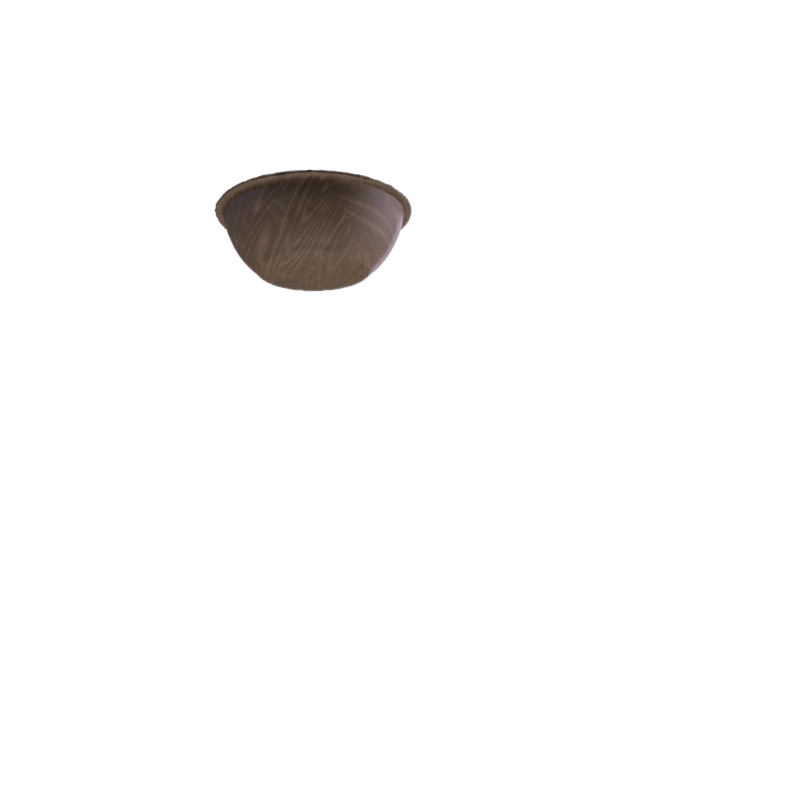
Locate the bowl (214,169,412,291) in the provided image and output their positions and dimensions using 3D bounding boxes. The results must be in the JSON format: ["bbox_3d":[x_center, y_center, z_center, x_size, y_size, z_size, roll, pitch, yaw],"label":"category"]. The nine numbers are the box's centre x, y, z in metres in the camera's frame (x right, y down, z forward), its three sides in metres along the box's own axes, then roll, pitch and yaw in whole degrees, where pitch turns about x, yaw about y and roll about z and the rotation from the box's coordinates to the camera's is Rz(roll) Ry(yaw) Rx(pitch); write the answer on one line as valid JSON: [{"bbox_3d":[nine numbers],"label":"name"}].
[{"bbox_3d":[-0.071,-0.129,0.903,0.162,0.057,0.155,0,-15,-2],"label":"bowl"}]
